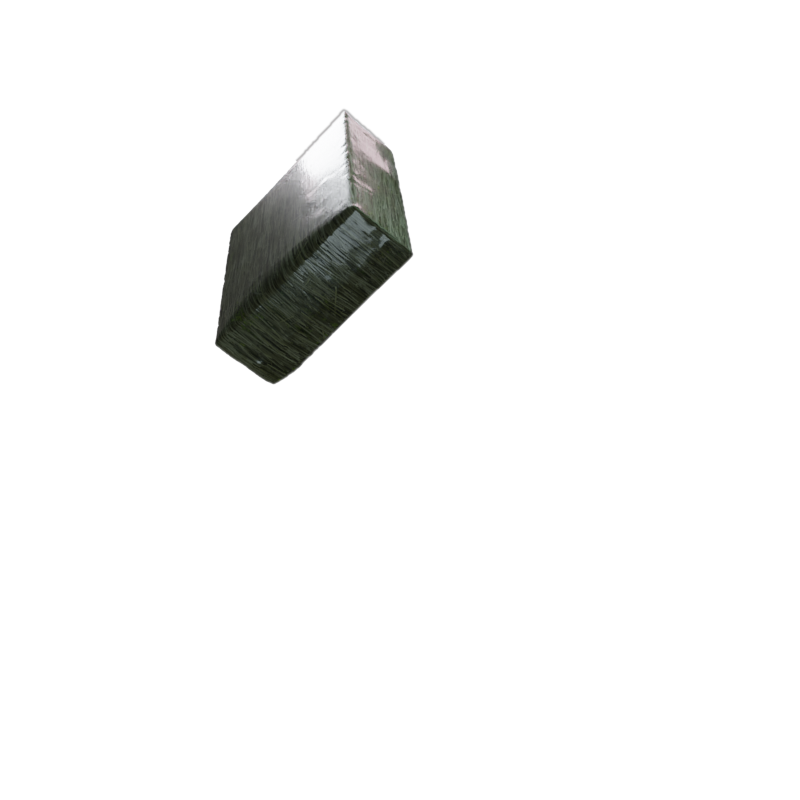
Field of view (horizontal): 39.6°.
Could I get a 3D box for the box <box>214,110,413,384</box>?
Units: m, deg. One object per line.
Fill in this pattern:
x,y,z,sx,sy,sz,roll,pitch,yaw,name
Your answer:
-0.074,-0.135,0.944,0.068,0.162,0.227,38,22,-24,box
